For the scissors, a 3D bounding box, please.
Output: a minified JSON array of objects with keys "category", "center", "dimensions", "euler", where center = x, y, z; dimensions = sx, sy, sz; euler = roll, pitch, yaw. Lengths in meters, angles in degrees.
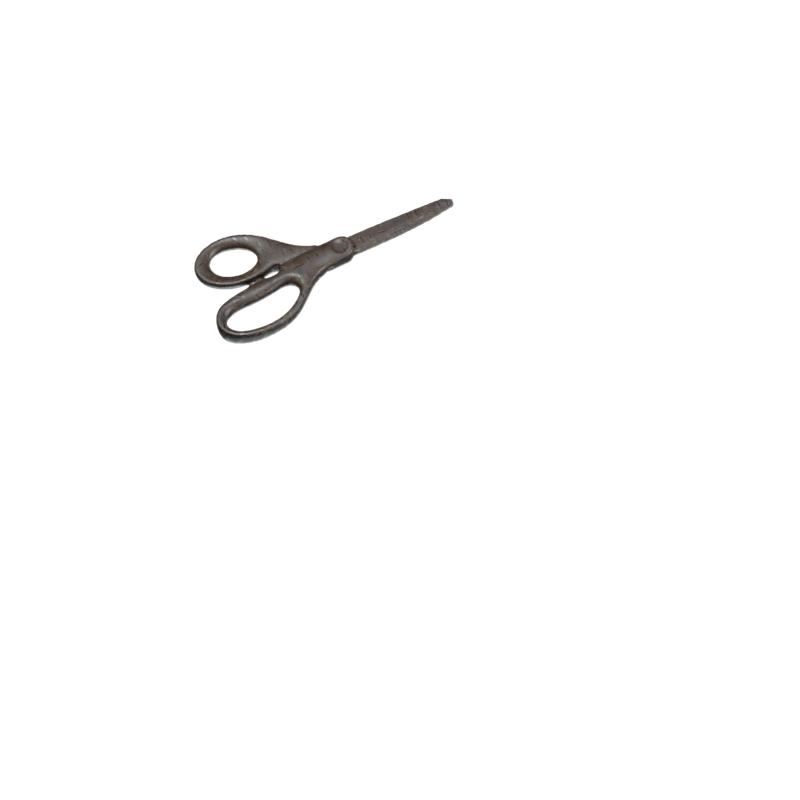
[{"category":"scissors","center":[-0.063,-0.114,0.800],"dimensions":[0.102,0.204,0.015],"euler":[37,-28,24]}]
